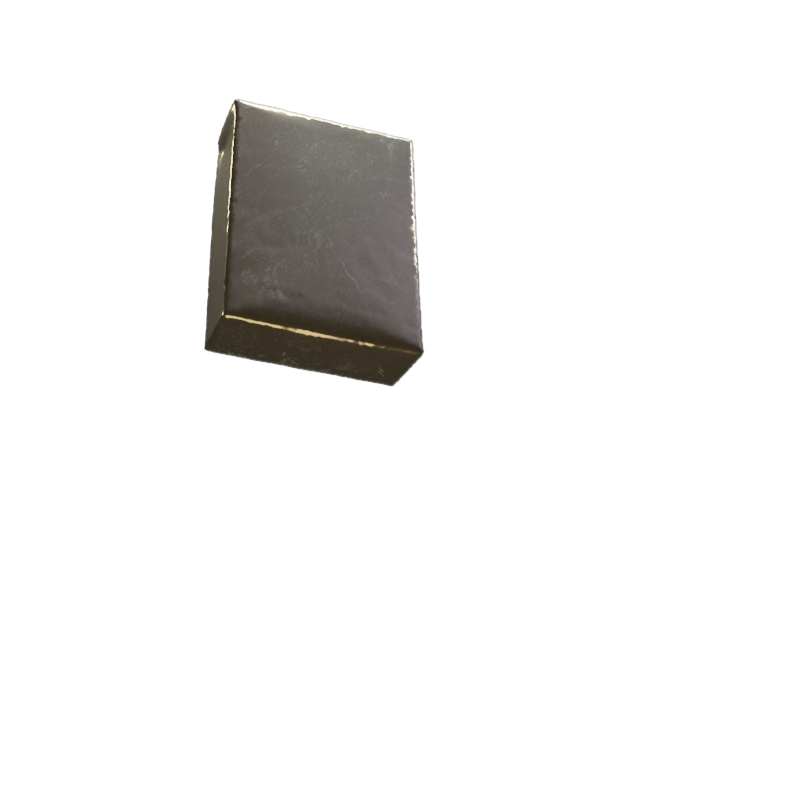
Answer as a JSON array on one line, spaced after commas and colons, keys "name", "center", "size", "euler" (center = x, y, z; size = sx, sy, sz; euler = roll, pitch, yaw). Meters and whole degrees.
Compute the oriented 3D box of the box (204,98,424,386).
[{"name": "box", "center": [-0.071, -0.130, 0.911], "size": [0.159, 0.228, 0.069], "euler": [9, -34, -18]}]
